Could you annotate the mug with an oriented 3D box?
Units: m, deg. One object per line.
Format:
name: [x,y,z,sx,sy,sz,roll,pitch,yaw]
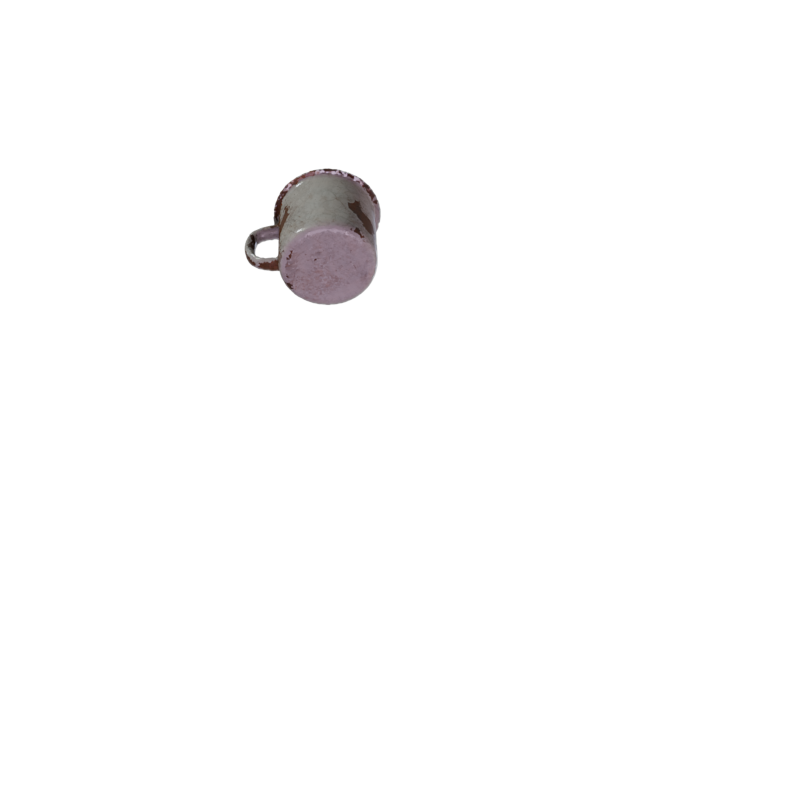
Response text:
mug: [-0.073,-0.133,0.929,0.117,0.087,0.087,-6,37,3]
